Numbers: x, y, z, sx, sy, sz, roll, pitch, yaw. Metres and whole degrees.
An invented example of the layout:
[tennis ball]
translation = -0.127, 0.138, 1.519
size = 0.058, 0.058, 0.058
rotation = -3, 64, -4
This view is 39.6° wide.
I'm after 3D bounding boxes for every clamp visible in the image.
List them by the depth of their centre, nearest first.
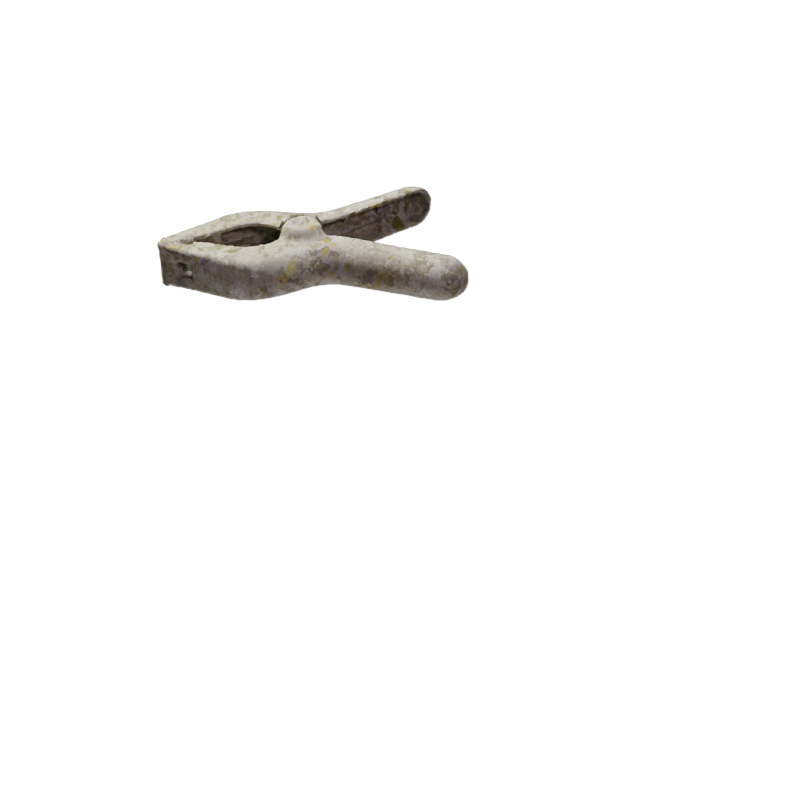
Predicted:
[clamp]
translation = -0.050, -0.092, 0.641
size = 0.172, 0.037, 0.126
rotation = 1, 26, 2
